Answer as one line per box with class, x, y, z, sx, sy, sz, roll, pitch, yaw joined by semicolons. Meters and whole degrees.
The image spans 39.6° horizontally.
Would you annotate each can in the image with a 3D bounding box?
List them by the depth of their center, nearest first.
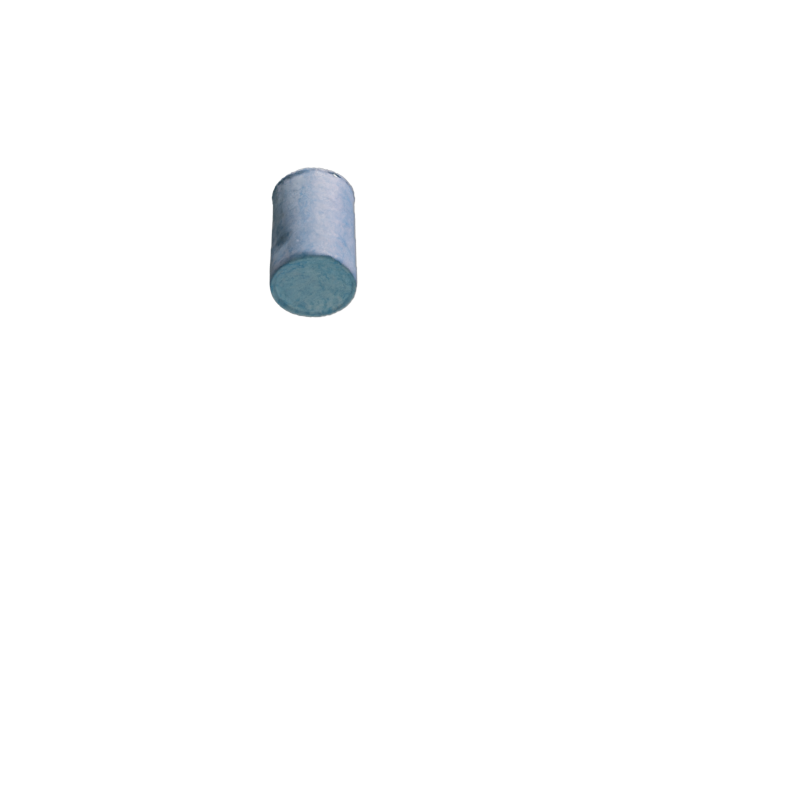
can;-0.068;-0.124;0.867;0.068;0.110;0.064;-1;-42;-3
